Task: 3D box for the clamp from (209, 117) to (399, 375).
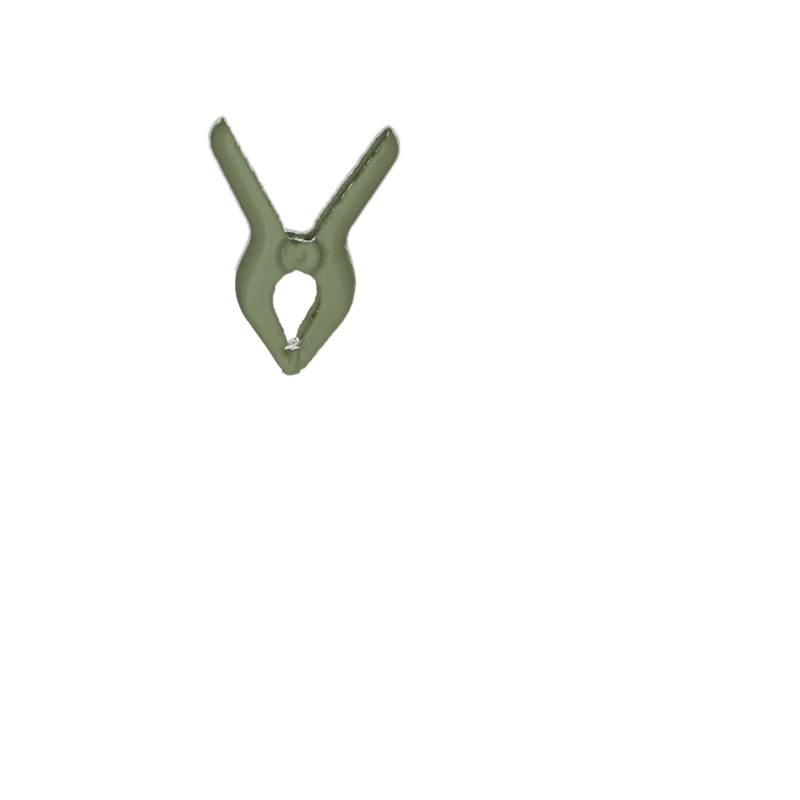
[{"bbox_3d":[-0.056,-0.103,0.721,0.120,0.165,0.041,-4,16,1],"label":"clamp"}]
